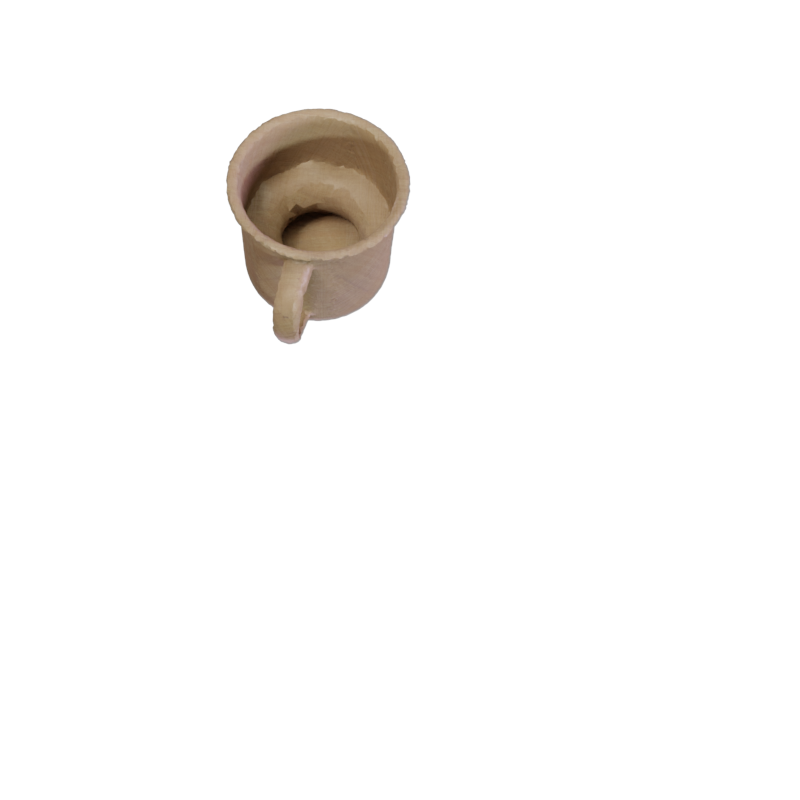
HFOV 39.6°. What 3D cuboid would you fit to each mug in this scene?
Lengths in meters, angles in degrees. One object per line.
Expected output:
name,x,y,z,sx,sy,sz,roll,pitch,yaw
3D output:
mug,-0.046,-0.084,0.586,0.094,0.123,0.077,9,-28,3
